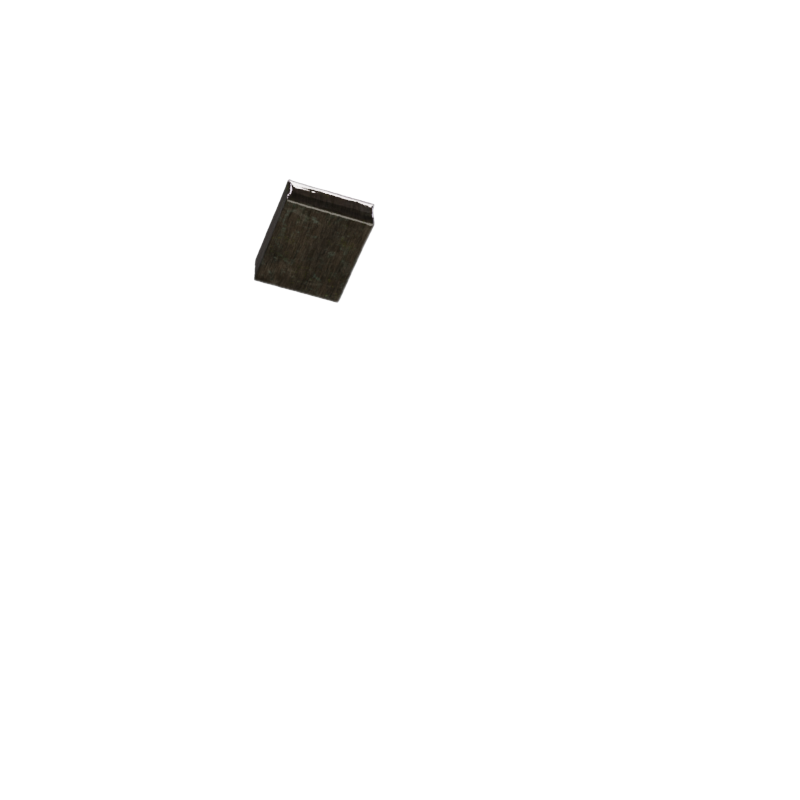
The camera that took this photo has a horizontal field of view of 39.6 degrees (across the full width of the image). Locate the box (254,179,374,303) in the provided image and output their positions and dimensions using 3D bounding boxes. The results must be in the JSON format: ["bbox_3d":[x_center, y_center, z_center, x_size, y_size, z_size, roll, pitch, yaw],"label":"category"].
[{"bbox_3d":[-0.069,-0.126,0.882,0.071,0.085,0.032,16,38,-14],"label":"box"}]
